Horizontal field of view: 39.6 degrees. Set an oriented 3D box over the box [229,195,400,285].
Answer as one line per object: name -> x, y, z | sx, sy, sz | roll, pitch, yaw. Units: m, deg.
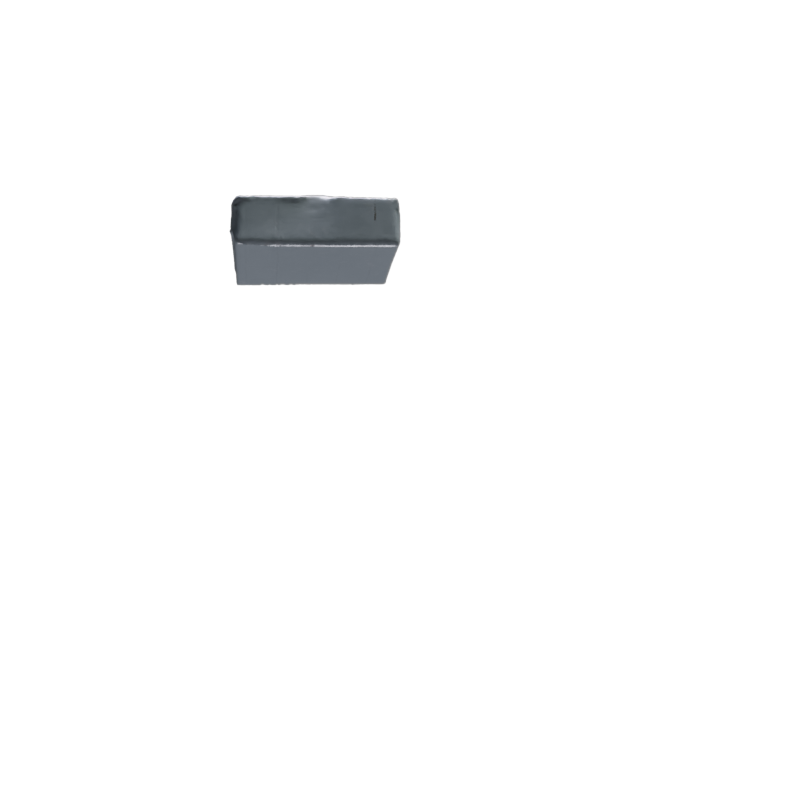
box -> -0.048, -0.087, 0.610 | 0.089, 0.031, 0.071 | 1, -13, -4
